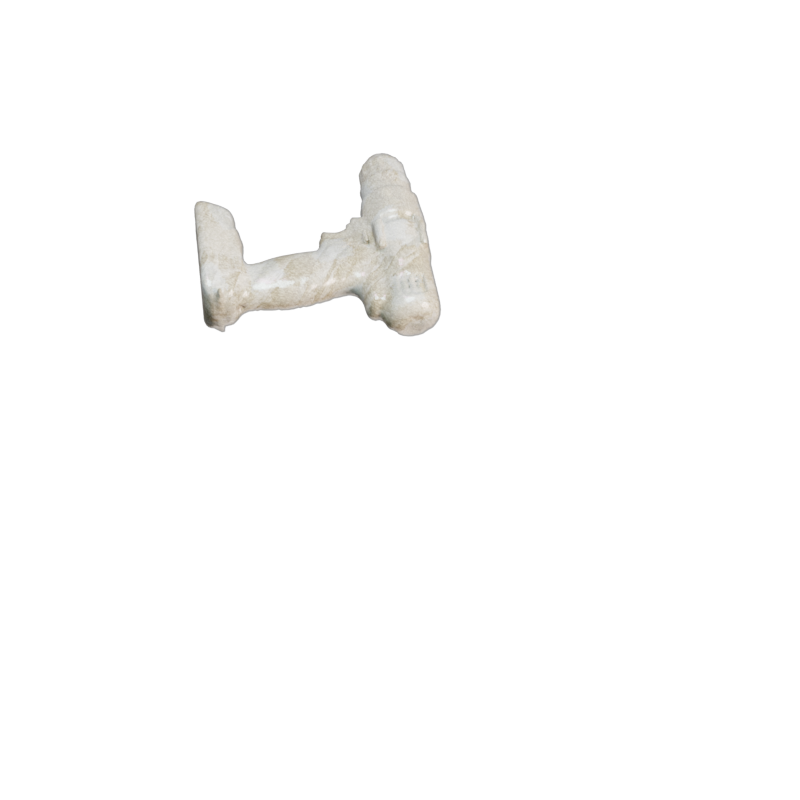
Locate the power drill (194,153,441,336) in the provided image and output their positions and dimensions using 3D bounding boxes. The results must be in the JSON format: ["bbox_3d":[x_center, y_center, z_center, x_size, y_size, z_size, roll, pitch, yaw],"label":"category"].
[{"bbox_3d":[-0.070,-0.127,0.892,0.186,0.199,0.053,-6,-41,-6],"label":"power drill"}]
